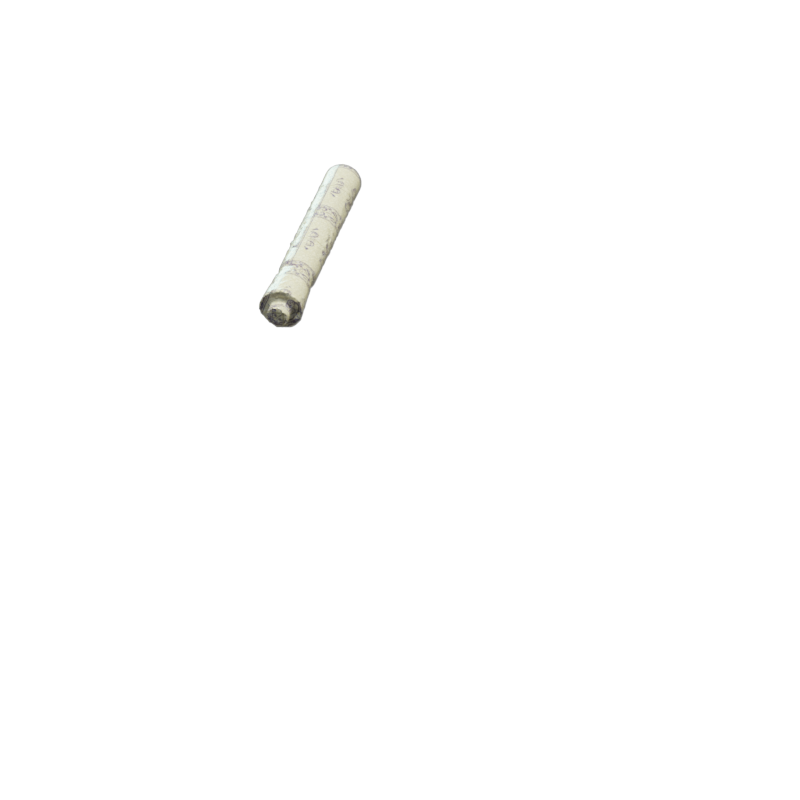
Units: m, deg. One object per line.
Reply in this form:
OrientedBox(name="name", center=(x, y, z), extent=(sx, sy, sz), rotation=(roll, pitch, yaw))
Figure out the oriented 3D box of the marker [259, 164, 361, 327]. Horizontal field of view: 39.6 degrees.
OrientedBox(name="marker", center=(-0.039, -0.072, 0.504), extent=(0.020, 0.018, 0.127), rotation=(0, 37, 13))
